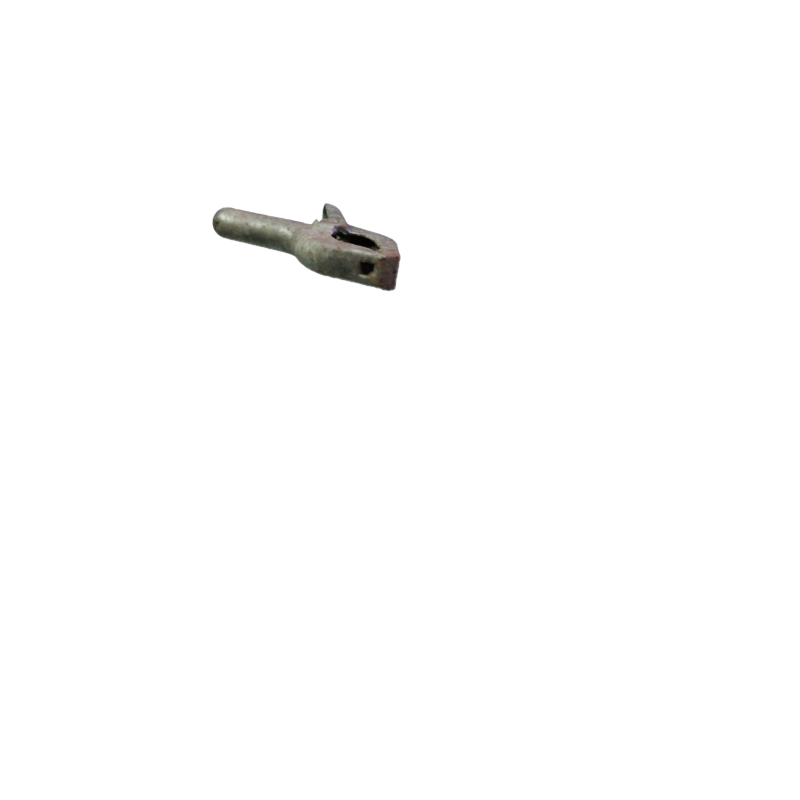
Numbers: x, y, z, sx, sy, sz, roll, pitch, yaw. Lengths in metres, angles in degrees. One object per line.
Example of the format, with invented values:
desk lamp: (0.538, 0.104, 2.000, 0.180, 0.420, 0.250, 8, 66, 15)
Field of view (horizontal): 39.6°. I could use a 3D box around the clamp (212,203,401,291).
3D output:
clamp: (-0.067, -0.122, 0.857, 0.117, 0.038, 0.183, -11, 24, -26)
